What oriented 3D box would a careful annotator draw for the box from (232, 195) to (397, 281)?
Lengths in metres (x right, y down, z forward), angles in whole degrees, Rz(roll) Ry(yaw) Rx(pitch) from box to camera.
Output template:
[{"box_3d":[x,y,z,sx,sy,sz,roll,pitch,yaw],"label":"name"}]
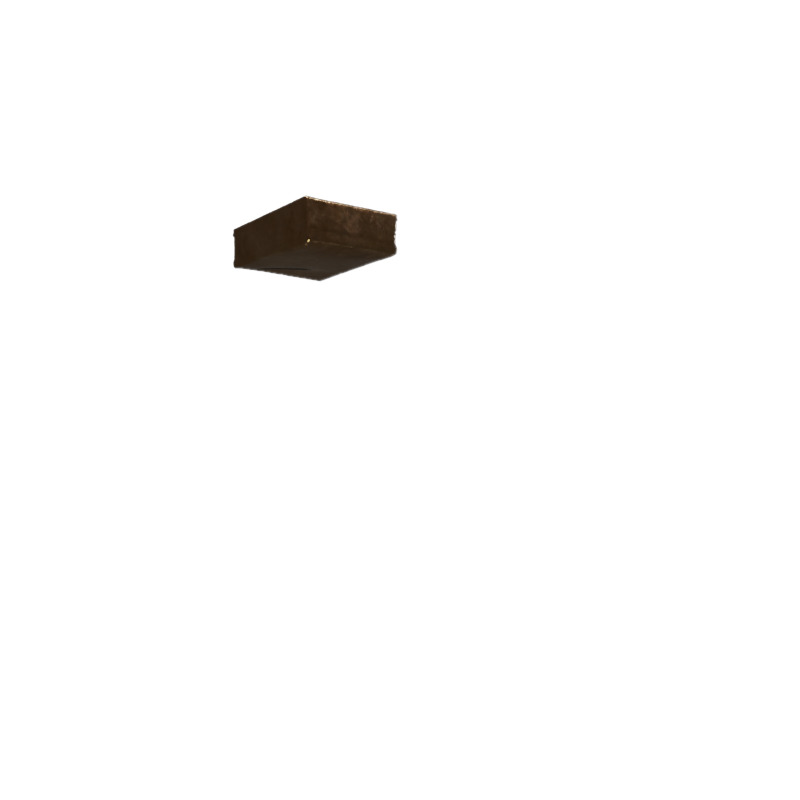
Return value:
[{"box_3d":[-0.071,-0.129,0.901,0.086,0.040,0.116,5,-8,-37],"label":"box"}]
